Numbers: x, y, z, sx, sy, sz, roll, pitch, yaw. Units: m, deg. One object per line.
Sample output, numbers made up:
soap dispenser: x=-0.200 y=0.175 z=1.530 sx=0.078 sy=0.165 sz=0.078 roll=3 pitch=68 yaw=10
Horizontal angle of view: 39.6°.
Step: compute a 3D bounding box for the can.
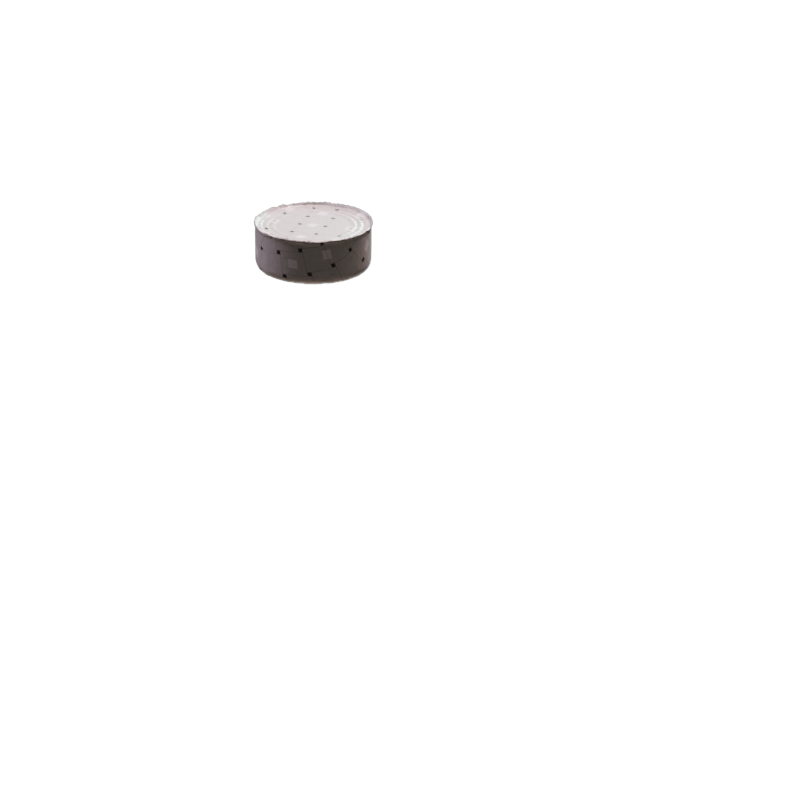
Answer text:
can: x=-0.063 y=-0.115 z=0.803 sx=0.086 sy=0.032 sz=0.091 roll=-1 pitch=27 yaw=-2
